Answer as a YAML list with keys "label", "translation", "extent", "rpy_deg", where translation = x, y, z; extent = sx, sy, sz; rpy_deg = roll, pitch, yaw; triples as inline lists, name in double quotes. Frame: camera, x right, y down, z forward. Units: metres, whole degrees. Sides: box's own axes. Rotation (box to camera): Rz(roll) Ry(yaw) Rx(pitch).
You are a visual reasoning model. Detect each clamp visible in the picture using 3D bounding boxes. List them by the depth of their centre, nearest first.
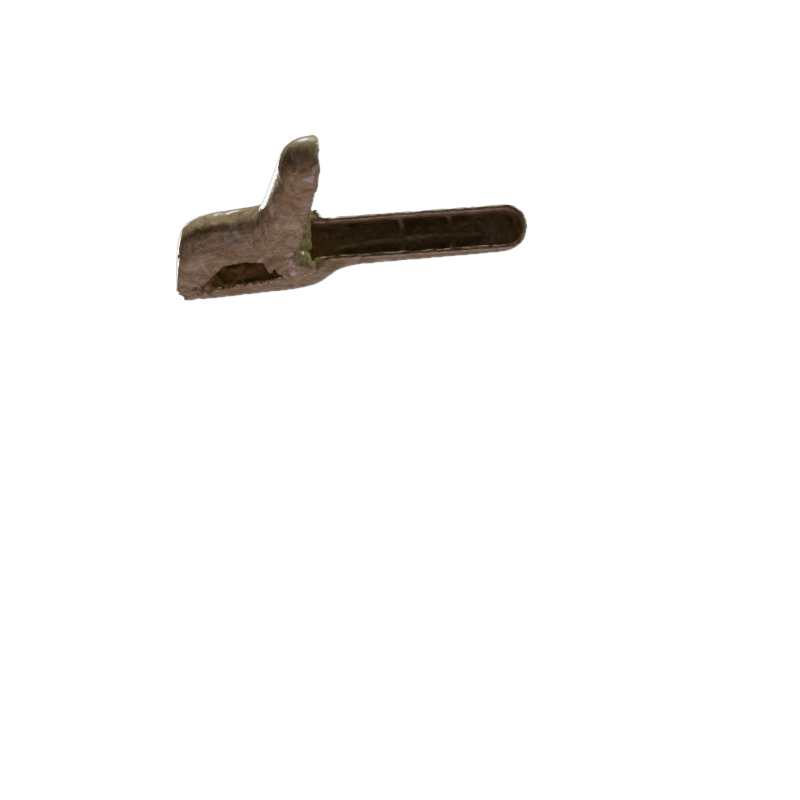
- label: "clamp"
  translation: [-0.048, -0.088, 0.614]
  extent: [0.156, 0.038, 0.213]
  rpy_deg: [9, -14, -38]
